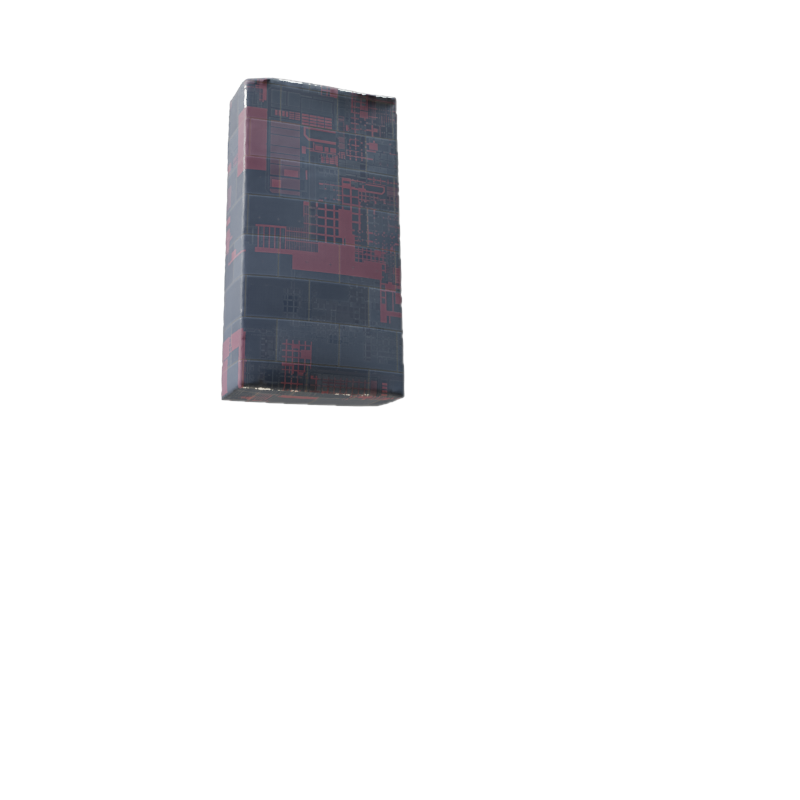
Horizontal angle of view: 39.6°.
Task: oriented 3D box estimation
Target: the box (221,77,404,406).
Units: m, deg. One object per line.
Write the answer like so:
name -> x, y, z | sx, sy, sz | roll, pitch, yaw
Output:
box -> -0.048, -0.087, 0.610 | 0.091, 0.183, 0.047 | 4, -17, -19
